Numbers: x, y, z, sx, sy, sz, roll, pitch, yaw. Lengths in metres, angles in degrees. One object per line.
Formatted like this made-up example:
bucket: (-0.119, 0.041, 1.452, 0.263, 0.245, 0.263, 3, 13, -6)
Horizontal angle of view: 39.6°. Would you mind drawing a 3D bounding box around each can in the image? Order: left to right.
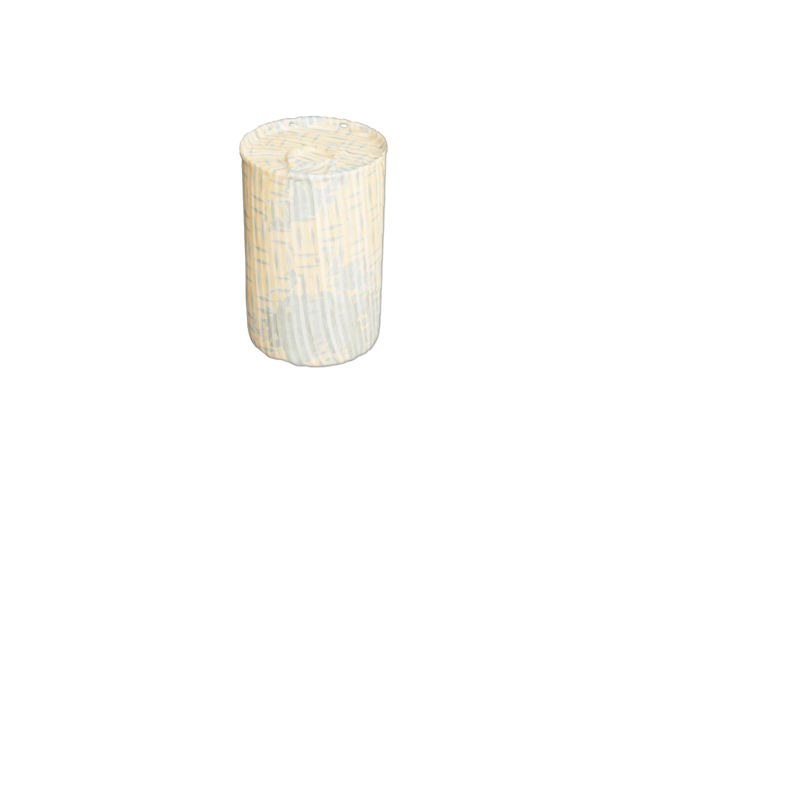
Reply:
can: (-0.041, -0.076, 0.529, 0.068, 0.096, 0.073, 0, 31, -3)
